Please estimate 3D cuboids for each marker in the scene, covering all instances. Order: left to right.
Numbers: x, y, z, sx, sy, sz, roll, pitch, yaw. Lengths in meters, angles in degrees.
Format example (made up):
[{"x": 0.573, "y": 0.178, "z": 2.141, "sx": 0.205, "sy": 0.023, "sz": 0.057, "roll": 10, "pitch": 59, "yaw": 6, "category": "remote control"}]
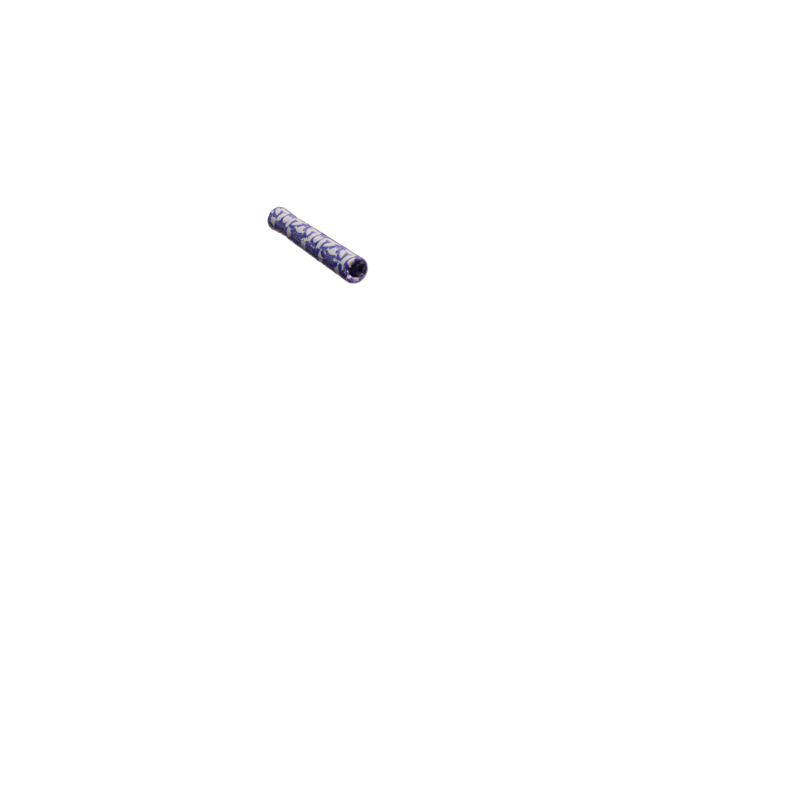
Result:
[{"x": -0.061, "y": -0.111, "z": 0.780, "sx": 0.019, "sy": 0.019, "sz": 0.130, "roll": -3, "pitch": 25, "yaw": -32, "category": "marker"}]
